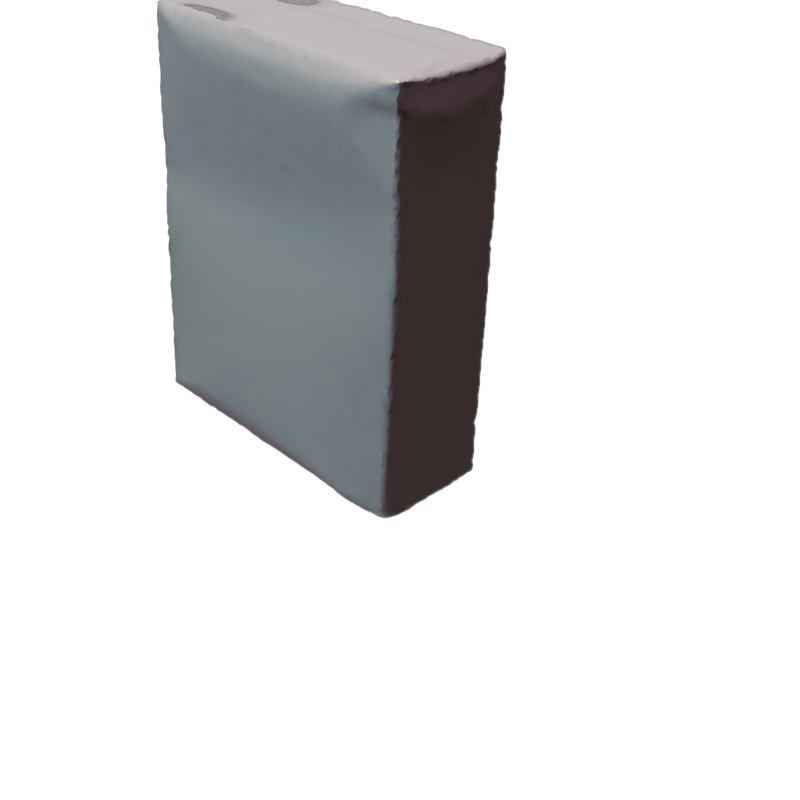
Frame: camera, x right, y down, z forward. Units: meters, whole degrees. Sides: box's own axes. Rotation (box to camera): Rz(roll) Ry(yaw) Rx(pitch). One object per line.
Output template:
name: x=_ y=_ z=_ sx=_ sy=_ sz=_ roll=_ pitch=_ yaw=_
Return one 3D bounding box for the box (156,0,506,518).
box: x=-0.041 y=-0.075 z=0.526 sx=0.071 sy=0.202 sz=0.175 roll=-23 pitch=38 yaw=-38
